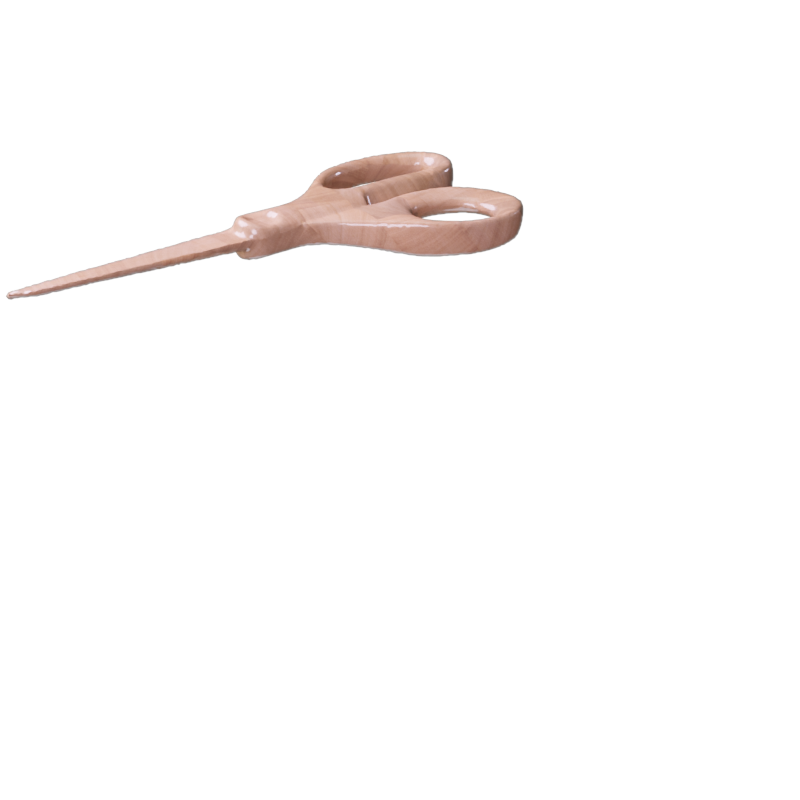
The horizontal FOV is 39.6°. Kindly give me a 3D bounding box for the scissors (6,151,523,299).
[{"bbox_3d":[-0.032,-0.058,0.405,0.102,0.015,0.202,20,35,32],"label":"scissors"}]
